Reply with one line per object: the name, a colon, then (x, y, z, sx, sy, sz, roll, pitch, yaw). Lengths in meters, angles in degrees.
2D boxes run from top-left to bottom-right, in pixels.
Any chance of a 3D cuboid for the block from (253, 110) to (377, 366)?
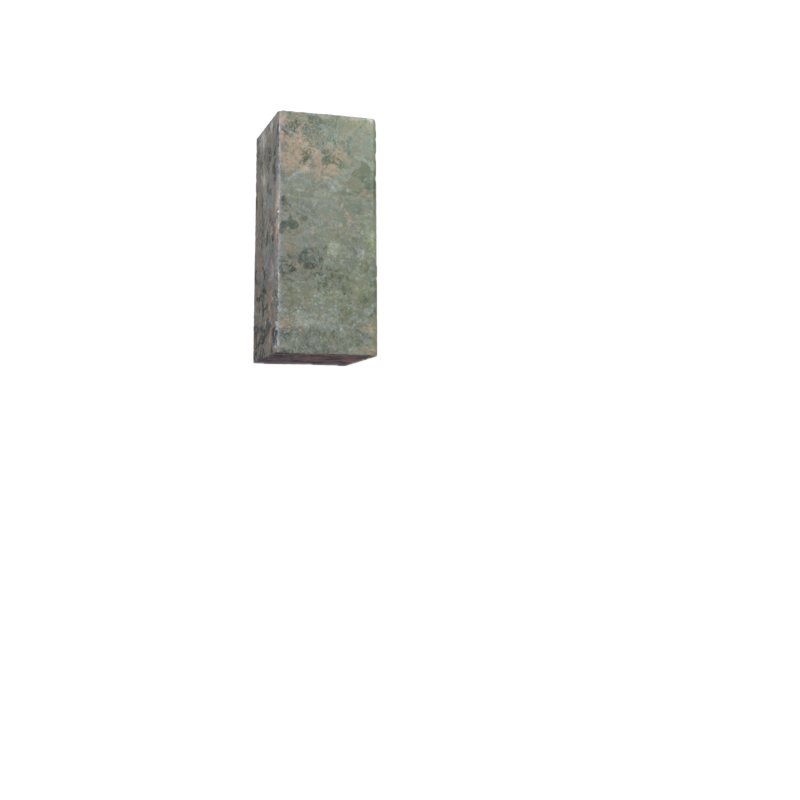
block: (-0.075, -0.138, 0.968, 0.088, 0.212, 0.090, 3, -11, -18)
